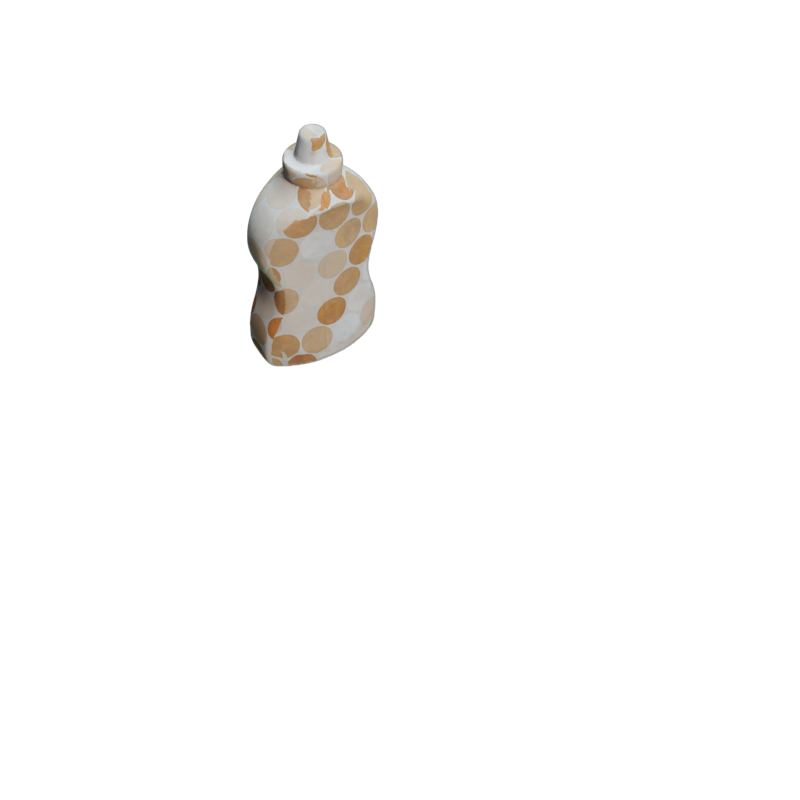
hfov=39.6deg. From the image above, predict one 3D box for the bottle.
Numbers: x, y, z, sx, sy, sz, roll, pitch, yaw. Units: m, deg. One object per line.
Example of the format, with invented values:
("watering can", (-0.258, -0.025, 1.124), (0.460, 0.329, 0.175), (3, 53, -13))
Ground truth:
("bottle", (-0.062, -0.113, 0.788), (0.095, 0.179, 0.063), (-21, 50, -23))
